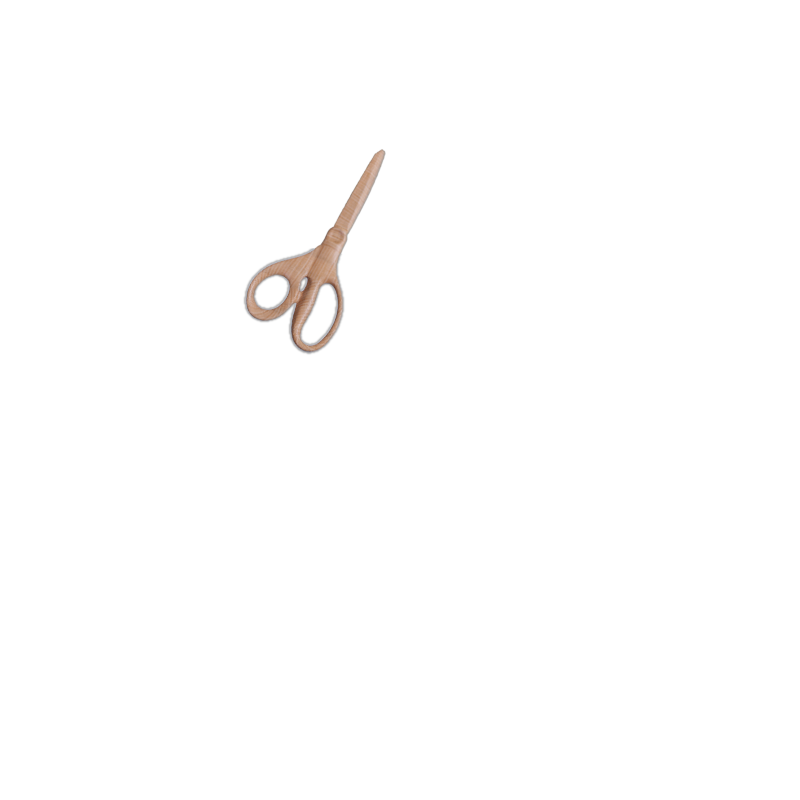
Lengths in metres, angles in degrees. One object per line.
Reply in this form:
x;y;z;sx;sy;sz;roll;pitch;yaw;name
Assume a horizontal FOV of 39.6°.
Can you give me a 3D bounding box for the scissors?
-0.078;-0.142;0.997;0.097;0.209;0.015;10;-18;3;scissors
